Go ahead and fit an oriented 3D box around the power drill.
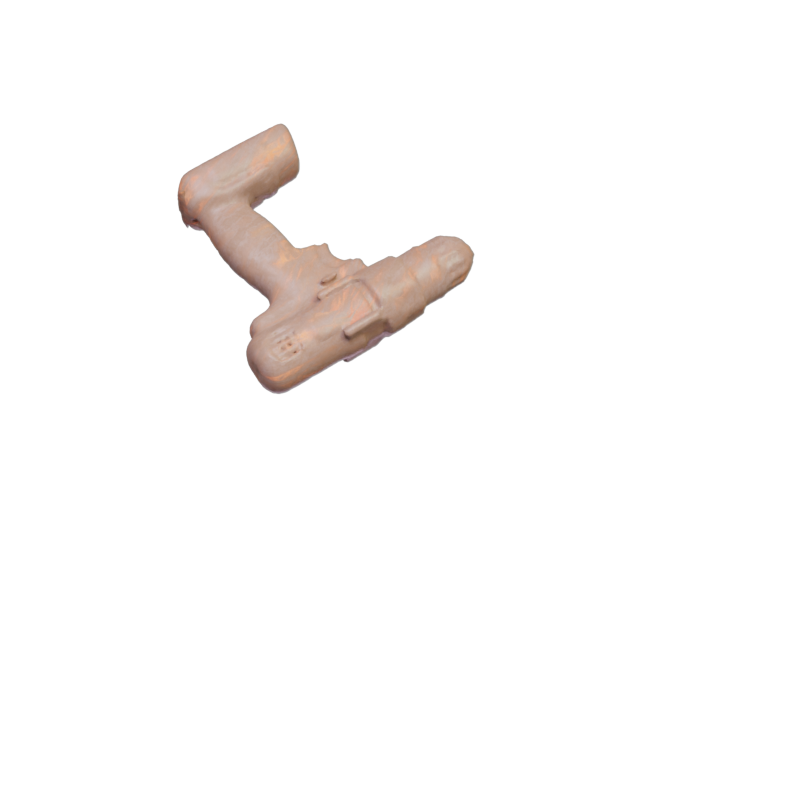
[{"bbox_3d":[-0.064,-0.118,0.823,0.184,0.200,0.054,-30,-26,-17],"label":"power drill"}]
